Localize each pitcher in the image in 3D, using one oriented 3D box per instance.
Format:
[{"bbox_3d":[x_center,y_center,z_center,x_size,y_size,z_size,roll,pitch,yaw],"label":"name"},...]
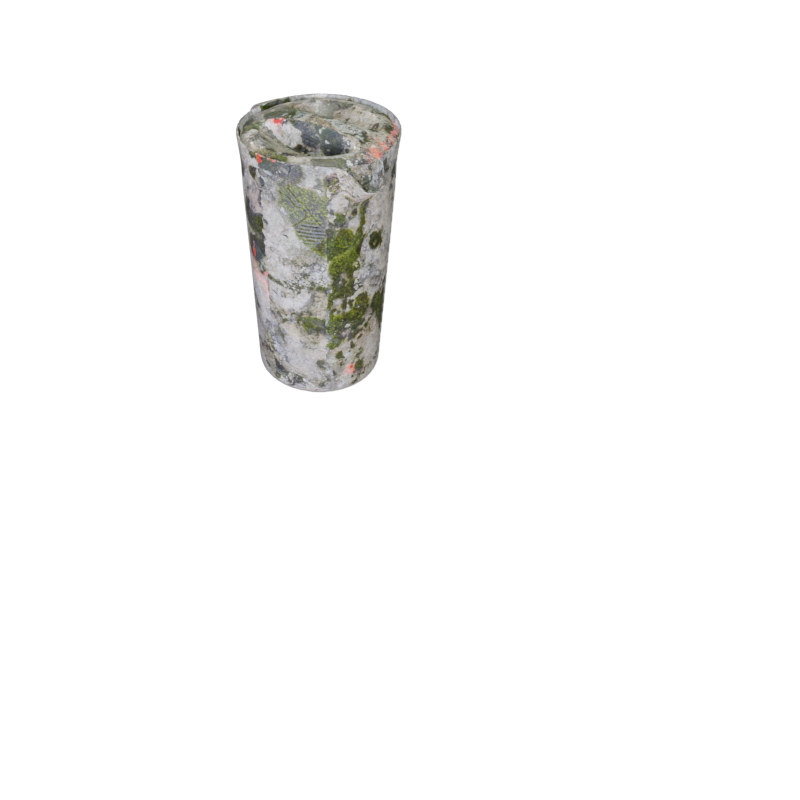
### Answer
[{"bbox_3d":[-0.075,-0.137,0.957,0.147,0.227,0.157,8,36,8],"label":"pitcher"}]
